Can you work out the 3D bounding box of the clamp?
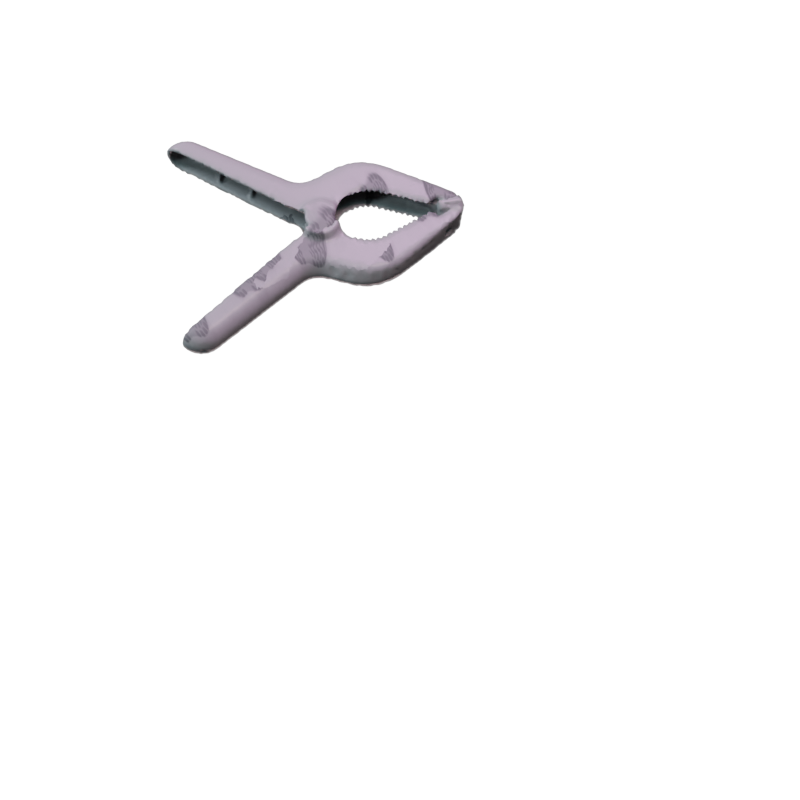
[{"bbox_3d":[-0.060,-0.110,0.770,0.210,0.174,0.034,-1,-27,-1],"label":"clamp"}]
